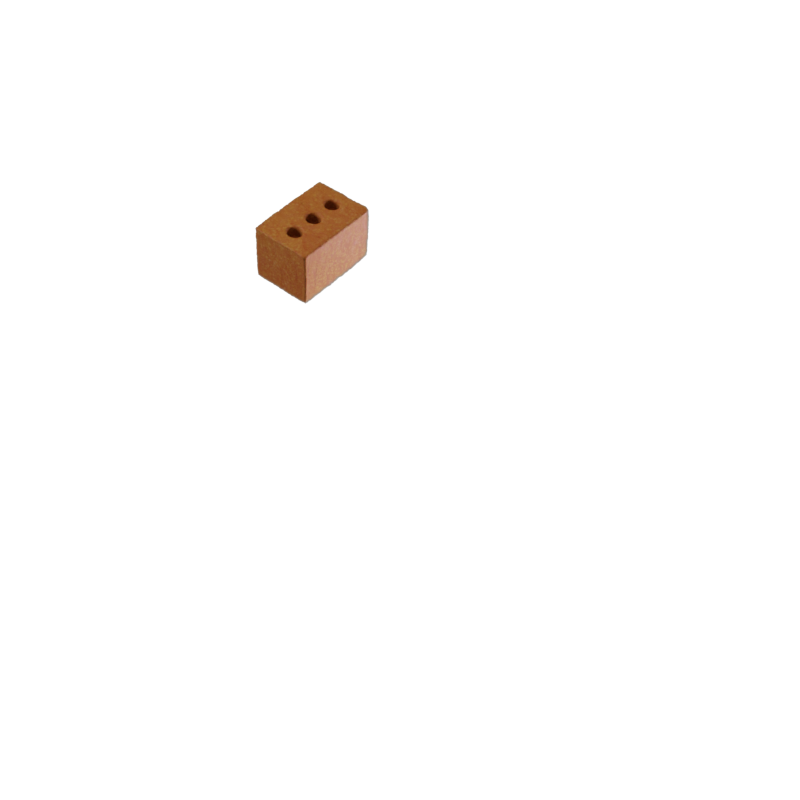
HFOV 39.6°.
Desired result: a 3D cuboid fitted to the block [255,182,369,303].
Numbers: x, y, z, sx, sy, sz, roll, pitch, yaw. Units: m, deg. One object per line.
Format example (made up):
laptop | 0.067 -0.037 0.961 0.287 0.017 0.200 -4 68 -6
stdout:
block | -0.068 -0.124 0.870 0.056 0.048 0.079 30 53 25
